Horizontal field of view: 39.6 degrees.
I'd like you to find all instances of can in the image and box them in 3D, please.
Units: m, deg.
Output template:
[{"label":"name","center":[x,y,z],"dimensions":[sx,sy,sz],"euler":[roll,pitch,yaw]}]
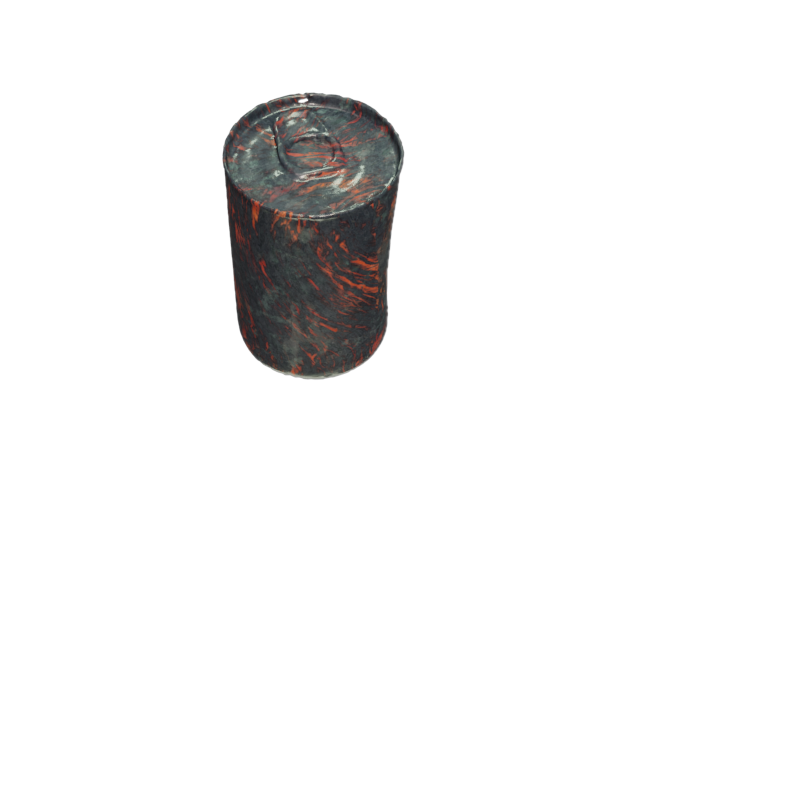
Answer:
[{"label":"can","center":[-0.035,-0.064,0.451],"dimensions":[0.068,0.073,0.095],"euler":[0,-38,-3]}]
